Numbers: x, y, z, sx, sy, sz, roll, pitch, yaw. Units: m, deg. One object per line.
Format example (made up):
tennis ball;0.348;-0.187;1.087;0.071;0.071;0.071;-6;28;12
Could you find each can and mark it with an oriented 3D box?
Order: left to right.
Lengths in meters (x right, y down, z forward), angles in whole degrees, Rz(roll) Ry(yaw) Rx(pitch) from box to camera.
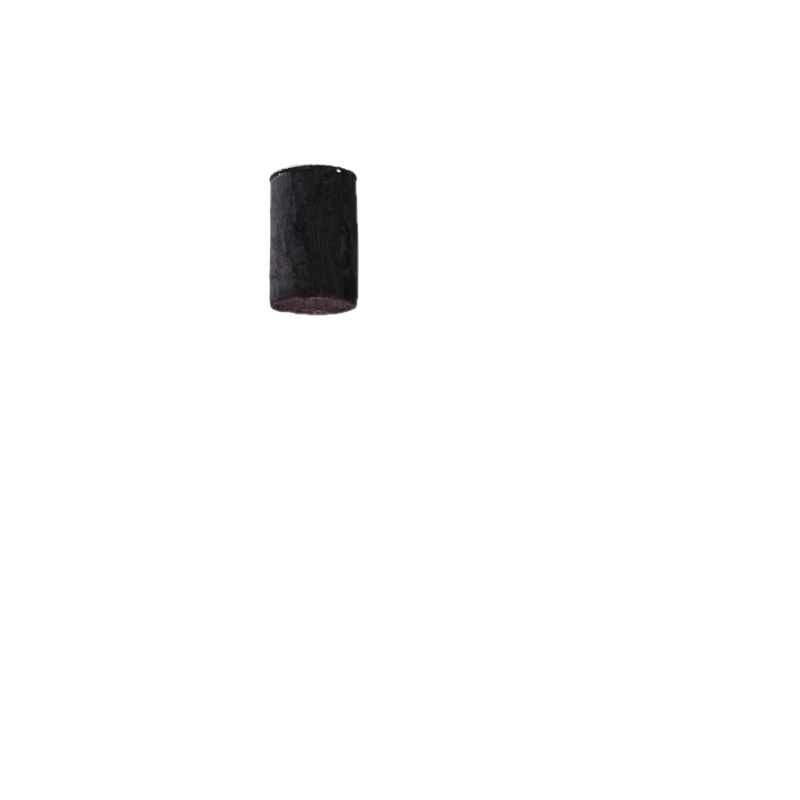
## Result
can;-0.066;-0.120;0.842;0.068;0.106;0.066;0;-12;-2
